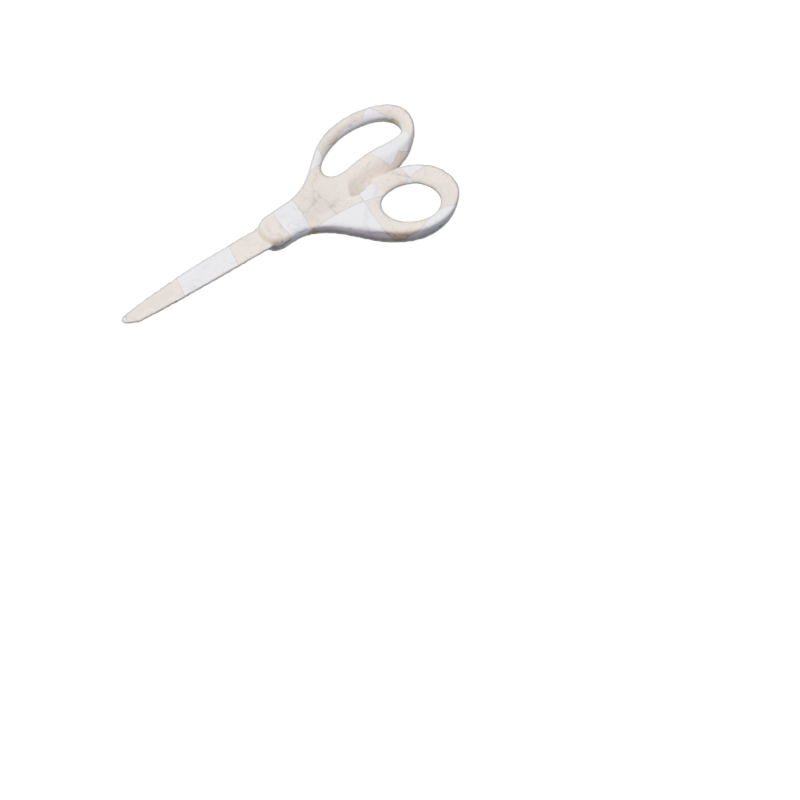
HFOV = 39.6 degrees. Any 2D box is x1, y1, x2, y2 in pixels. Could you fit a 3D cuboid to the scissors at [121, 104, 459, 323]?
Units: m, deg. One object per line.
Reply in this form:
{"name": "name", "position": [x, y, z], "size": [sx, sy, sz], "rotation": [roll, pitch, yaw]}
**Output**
{"name": "scissors", "position": [-0.047, -0.086, 0.602], "size": [0.100, 0.206, 0.015], "rotation": [33, -24, 17]}
